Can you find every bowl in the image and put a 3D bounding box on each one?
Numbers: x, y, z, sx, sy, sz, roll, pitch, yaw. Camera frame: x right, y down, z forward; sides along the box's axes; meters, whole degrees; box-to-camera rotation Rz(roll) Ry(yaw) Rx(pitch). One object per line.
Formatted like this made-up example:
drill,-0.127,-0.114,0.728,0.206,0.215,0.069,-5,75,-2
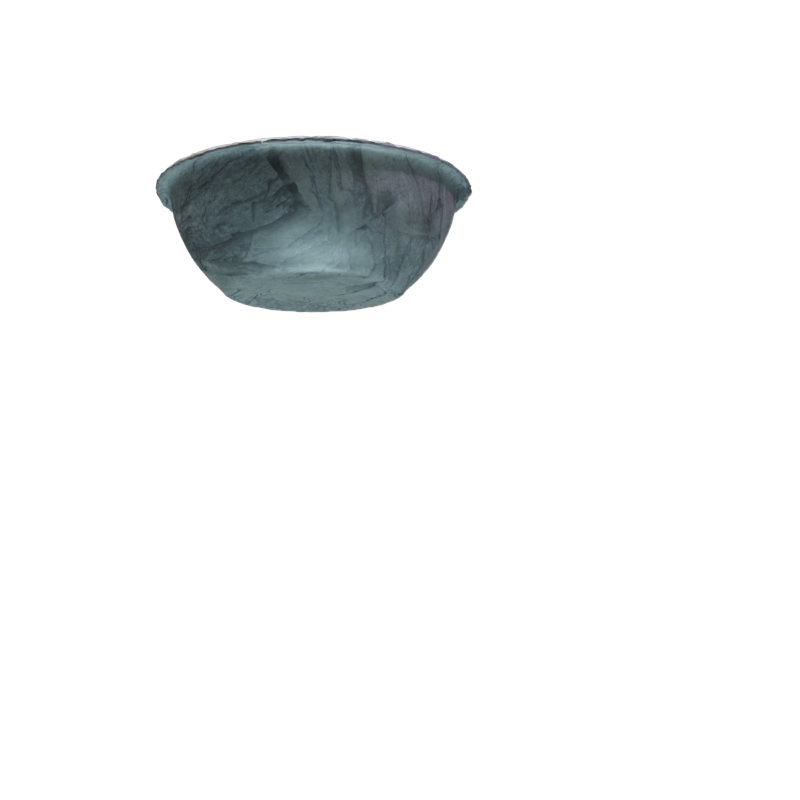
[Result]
bowl,-0.044,-0.081,0.565,0.162,0.057,0.158,0,-9,-2
